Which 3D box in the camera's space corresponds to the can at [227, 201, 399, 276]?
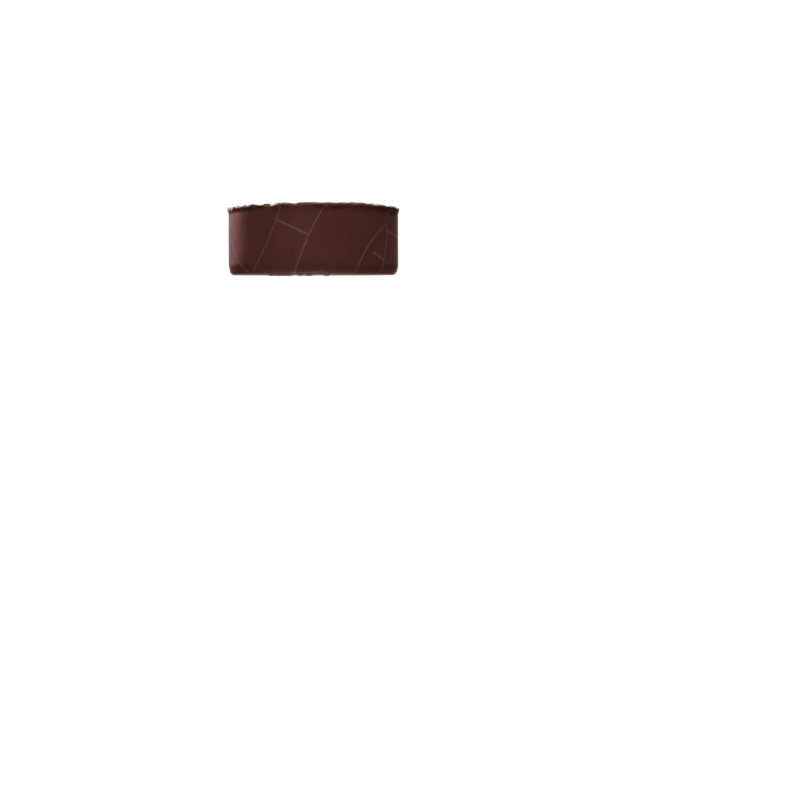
[{"bbox_3d":[-0.043,-0.079,0.552,0.086,0.033,0.086,0,5,-2],"label":"can"}]
